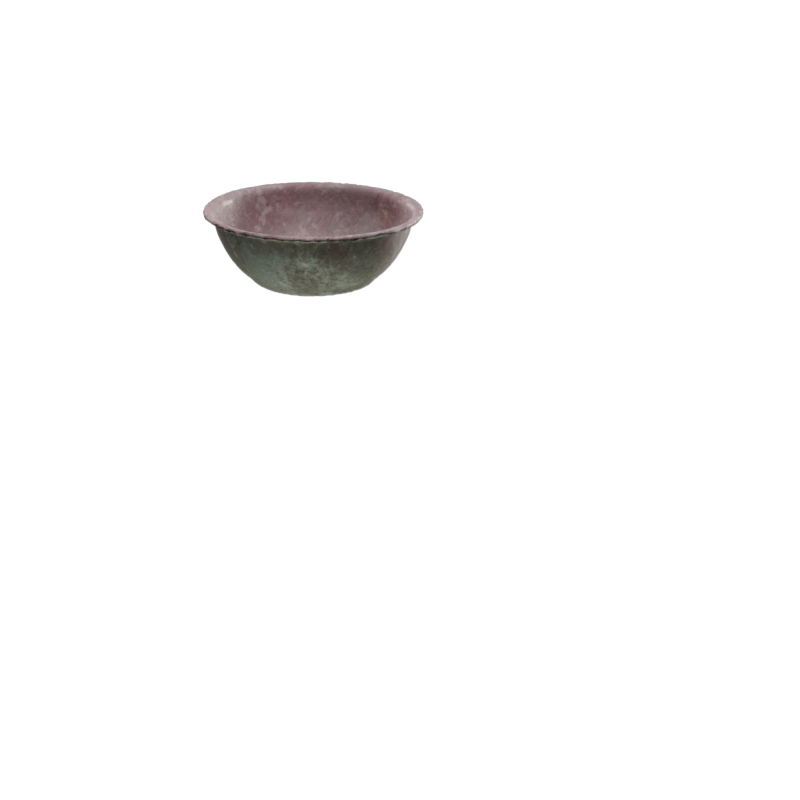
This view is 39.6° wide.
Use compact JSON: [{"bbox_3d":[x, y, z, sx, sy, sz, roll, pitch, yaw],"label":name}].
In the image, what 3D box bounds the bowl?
[{"bbox_3d":[-0.064,-0.117,0.822,0.162,0.052,0.170,-1,24,-2],"label":"bowl"}]
